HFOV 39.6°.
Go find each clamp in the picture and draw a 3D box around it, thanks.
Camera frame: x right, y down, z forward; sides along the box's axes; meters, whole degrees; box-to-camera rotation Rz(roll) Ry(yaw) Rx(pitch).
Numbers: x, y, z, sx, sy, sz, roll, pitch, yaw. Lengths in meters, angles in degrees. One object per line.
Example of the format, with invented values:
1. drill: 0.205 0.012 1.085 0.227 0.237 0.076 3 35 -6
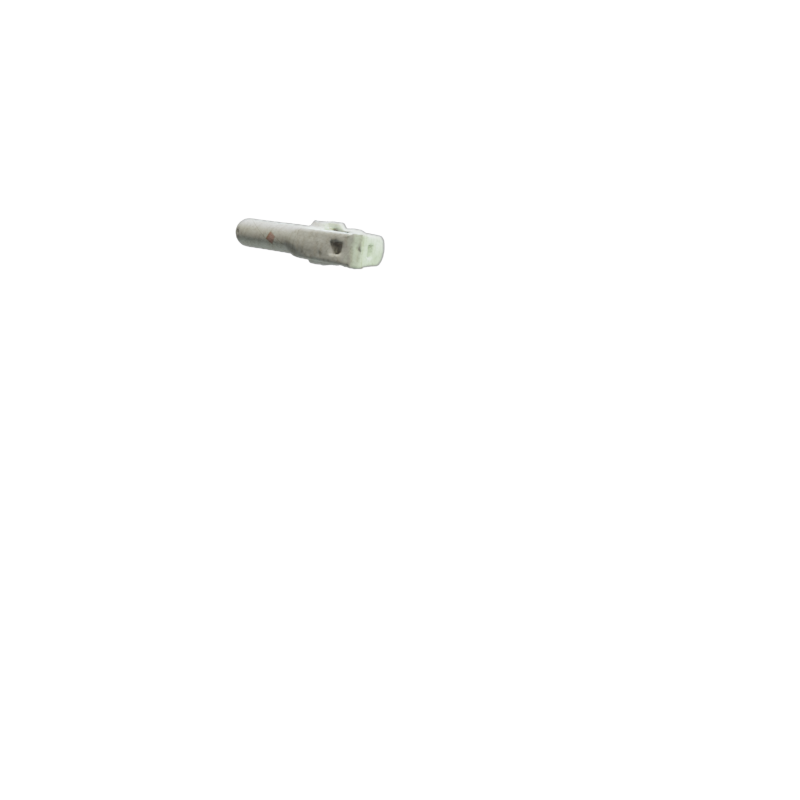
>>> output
1. clamp: -0.071 -0.130 0.911 0.119 0.039 0.176 -1 9 -11
